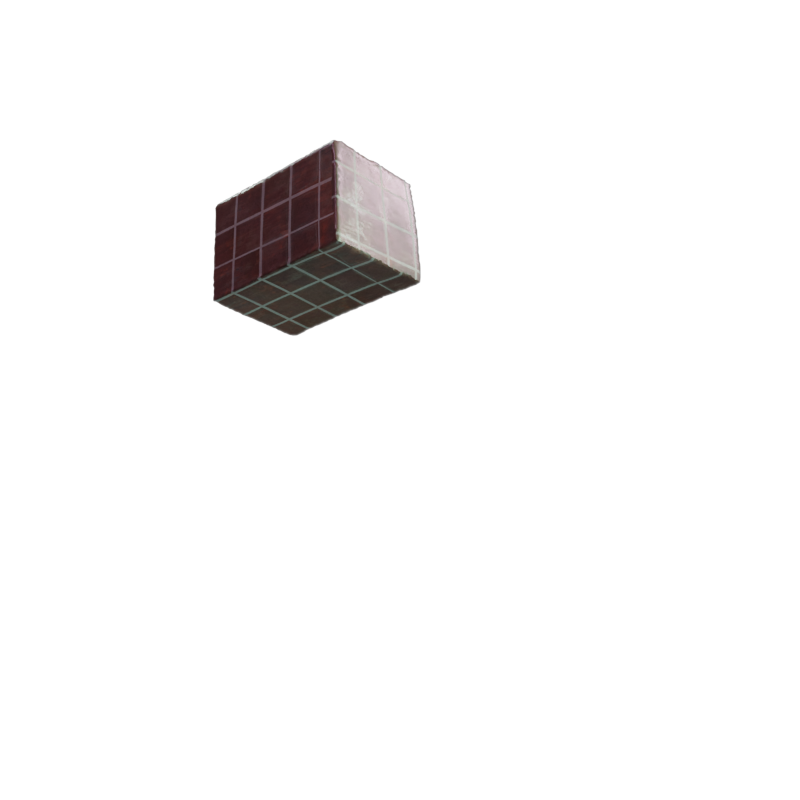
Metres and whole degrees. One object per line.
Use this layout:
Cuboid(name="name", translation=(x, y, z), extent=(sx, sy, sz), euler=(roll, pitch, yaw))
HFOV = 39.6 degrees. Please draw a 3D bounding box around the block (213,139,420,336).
Cuboid(name="block", translation=(-0.038, -0.069, 0.486), extent=(0.079, 0.054, 0.049), euler=(-20, -32, 36))
